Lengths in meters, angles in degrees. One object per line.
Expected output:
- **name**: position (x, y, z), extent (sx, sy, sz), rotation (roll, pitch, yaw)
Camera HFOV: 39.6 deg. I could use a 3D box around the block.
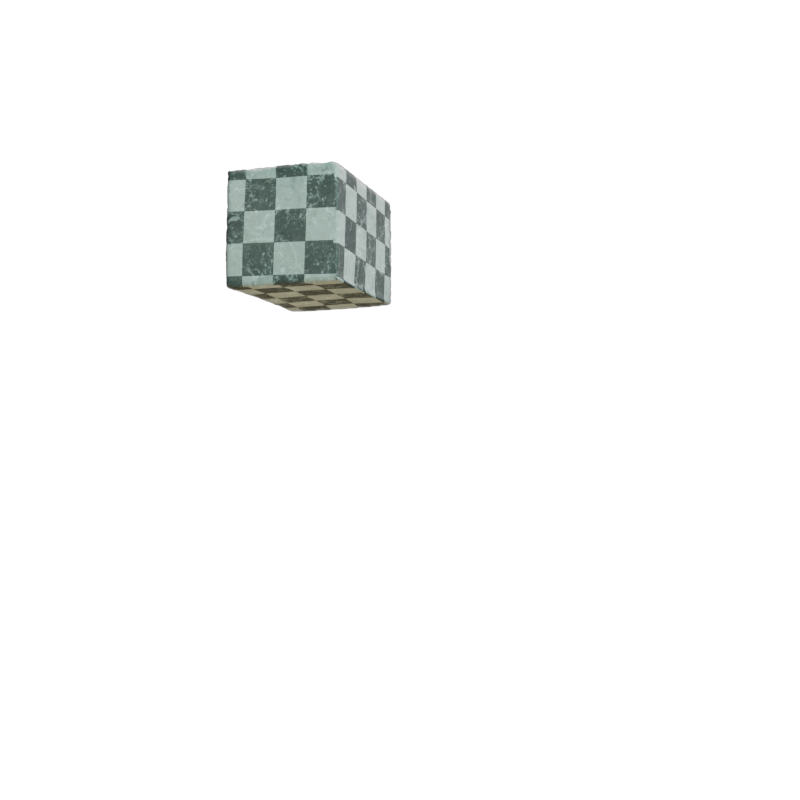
- **block**: position (-0.039, -0.071, 0.499), extent (0.054, 0.052, 0.075), rotation (-3, -7, 17)
